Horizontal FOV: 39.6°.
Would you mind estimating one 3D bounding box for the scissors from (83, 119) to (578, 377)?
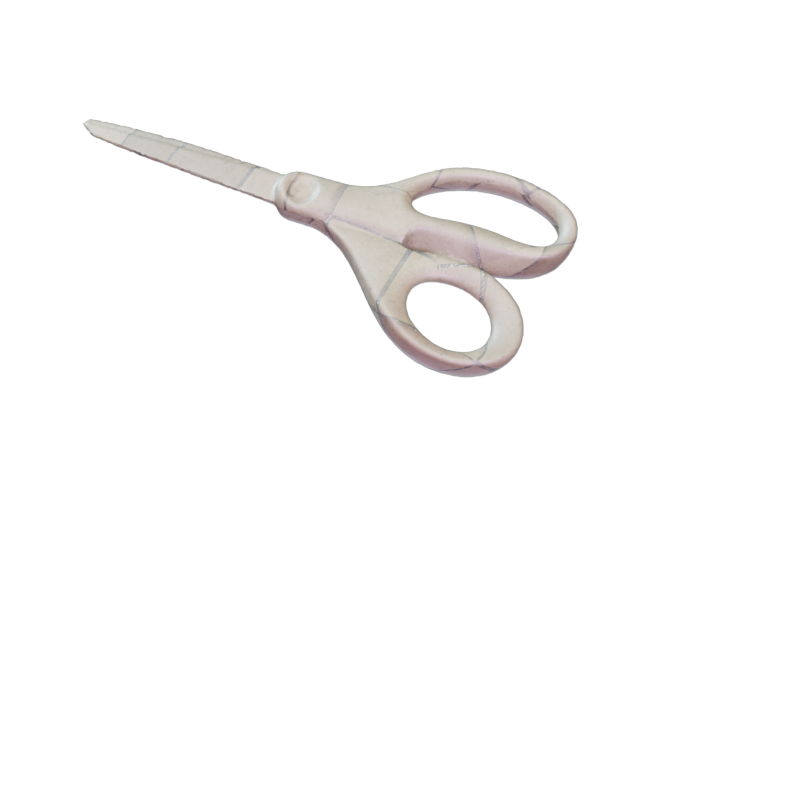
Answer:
[{"bbox_3d":[-0.034,-0.061,0.429,0.203,0.102,0.015,6,-29,3],"label":"scissors"}]
